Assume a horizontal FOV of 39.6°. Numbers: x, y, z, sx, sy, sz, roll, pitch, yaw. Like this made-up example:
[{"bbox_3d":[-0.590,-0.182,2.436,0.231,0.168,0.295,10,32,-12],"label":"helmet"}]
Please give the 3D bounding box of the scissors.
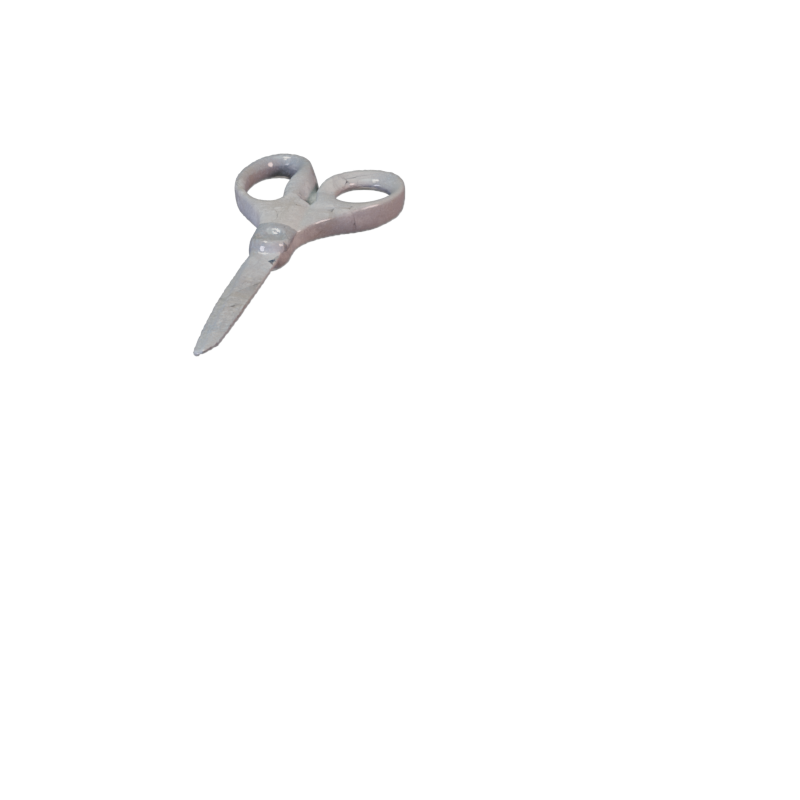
[{"bbox_3d":[-0.040,-0.073,0.512,0.096,0.015,0.215,-2,31,-4],"label":"scissors"}]
